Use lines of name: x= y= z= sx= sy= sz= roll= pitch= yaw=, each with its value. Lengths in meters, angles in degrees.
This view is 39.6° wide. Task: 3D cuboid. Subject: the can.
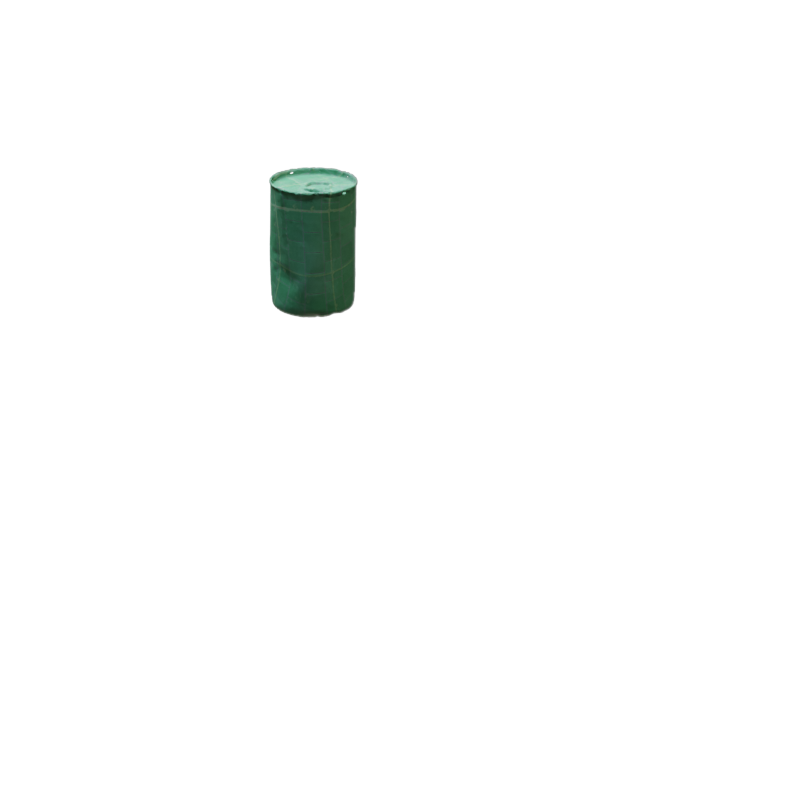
can: x=-0.068 y=-0.123 z=0.865 sx=0.068 sy=0.097 sz=0.072 roll=0 pitch=23 yaw=-2
